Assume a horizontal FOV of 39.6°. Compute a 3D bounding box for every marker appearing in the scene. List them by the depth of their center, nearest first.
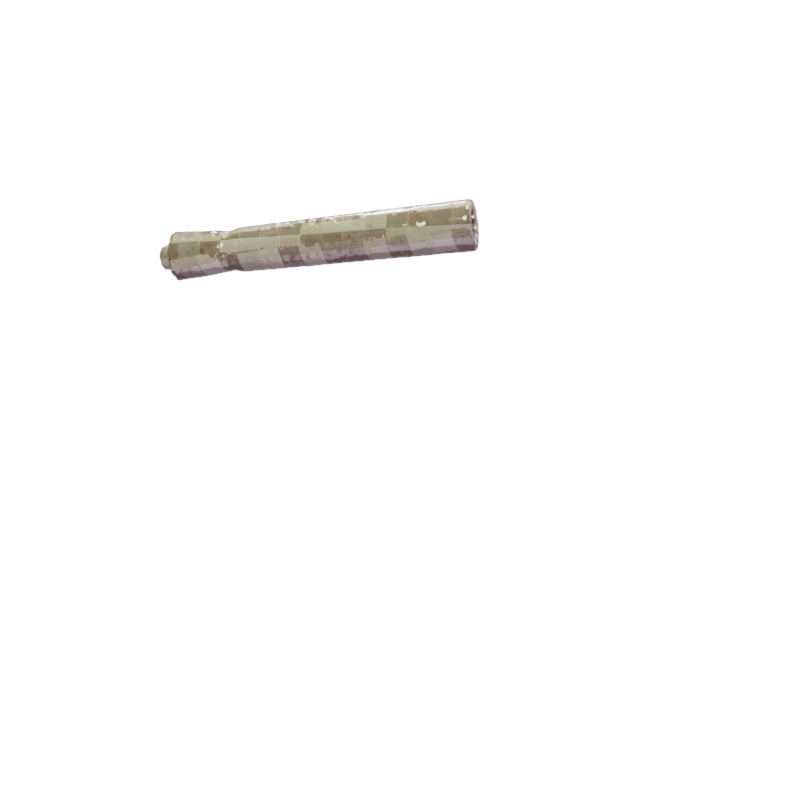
[{"bbox_3d":[-0.032,-0.059,0.413,0.123,0.020,0.019,-4,3,16],"label":"marker"}]
